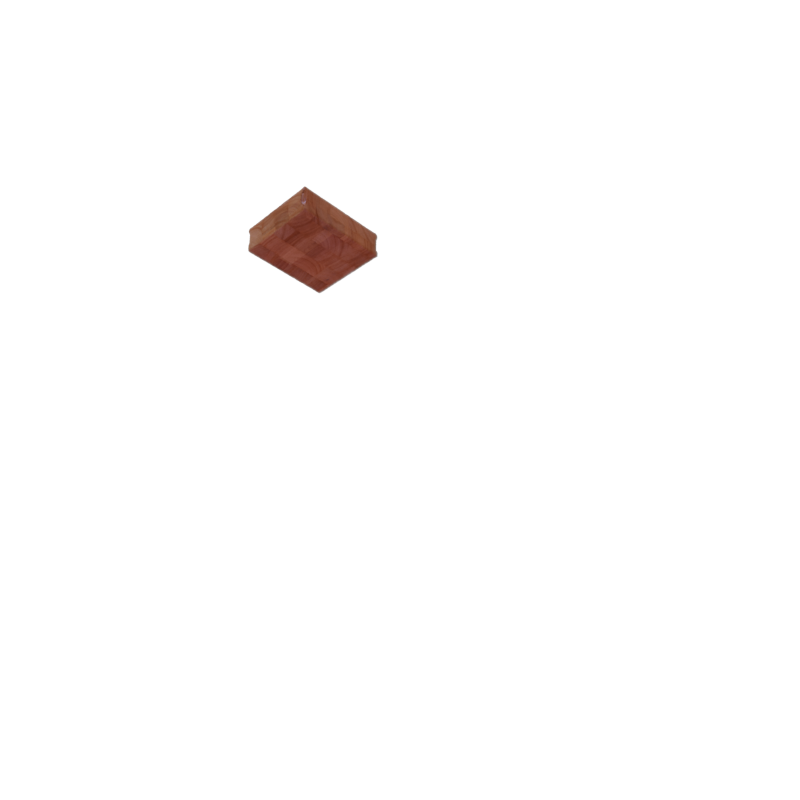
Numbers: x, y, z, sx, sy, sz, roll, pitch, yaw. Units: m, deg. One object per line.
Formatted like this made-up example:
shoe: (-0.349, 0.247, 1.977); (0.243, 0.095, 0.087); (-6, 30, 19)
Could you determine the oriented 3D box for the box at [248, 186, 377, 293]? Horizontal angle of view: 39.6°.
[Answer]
box: (-0.075, -0.137, 0.960); (0.084, 0.032, 0.073); (30, -47, -34)
